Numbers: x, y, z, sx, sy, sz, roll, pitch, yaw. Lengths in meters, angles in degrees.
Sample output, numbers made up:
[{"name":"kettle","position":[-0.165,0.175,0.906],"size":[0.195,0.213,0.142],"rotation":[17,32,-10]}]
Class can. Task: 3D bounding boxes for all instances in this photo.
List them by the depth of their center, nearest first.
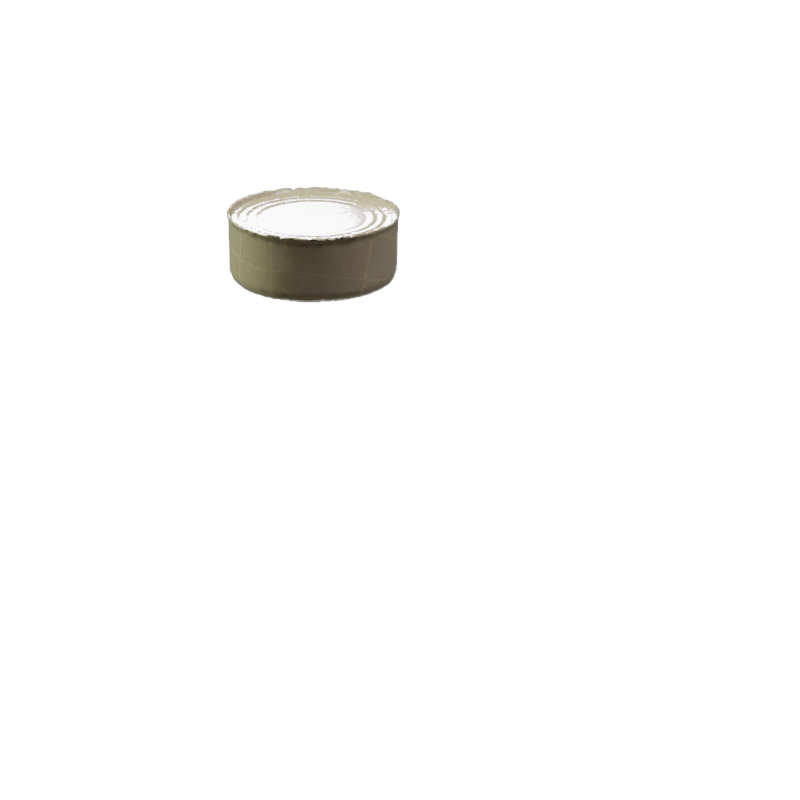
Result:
[{"name":"can","position":[-0.043,-0.079,0.555],"size":[0.086,0.032,0.090],"rotation":[-1,25,-2]}]
